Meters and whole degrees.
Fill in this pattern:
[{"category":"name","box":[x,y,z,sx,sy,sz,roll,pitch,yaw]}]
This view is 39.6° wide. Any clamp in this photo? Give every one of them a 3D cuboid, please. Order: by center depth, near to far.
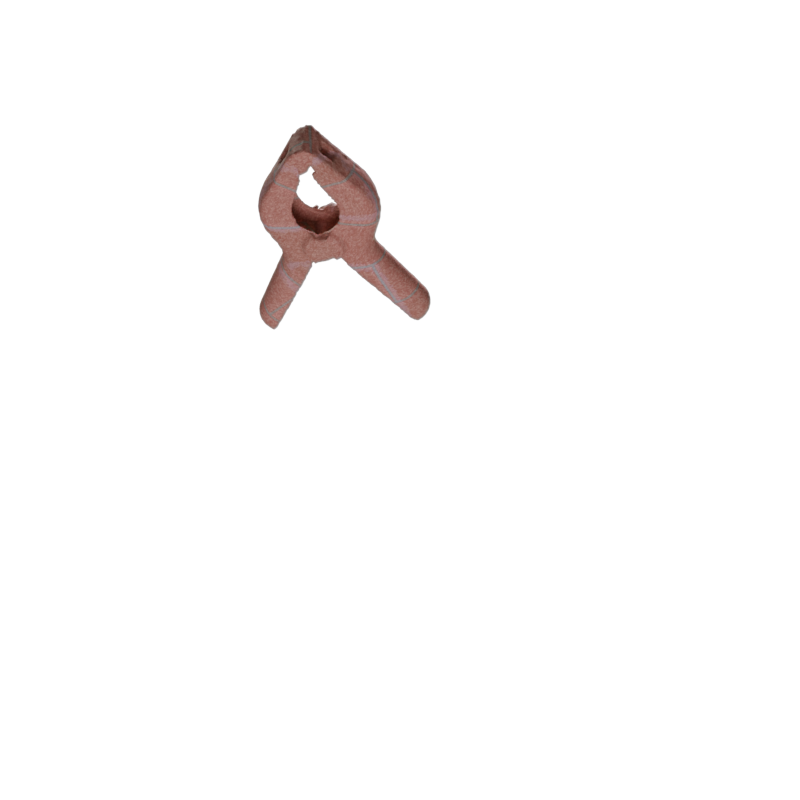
[{"category":"clamp","box":[-0.058,-0.106,0.739,0.121,0.042,0.158,-13,-48,12]}]
